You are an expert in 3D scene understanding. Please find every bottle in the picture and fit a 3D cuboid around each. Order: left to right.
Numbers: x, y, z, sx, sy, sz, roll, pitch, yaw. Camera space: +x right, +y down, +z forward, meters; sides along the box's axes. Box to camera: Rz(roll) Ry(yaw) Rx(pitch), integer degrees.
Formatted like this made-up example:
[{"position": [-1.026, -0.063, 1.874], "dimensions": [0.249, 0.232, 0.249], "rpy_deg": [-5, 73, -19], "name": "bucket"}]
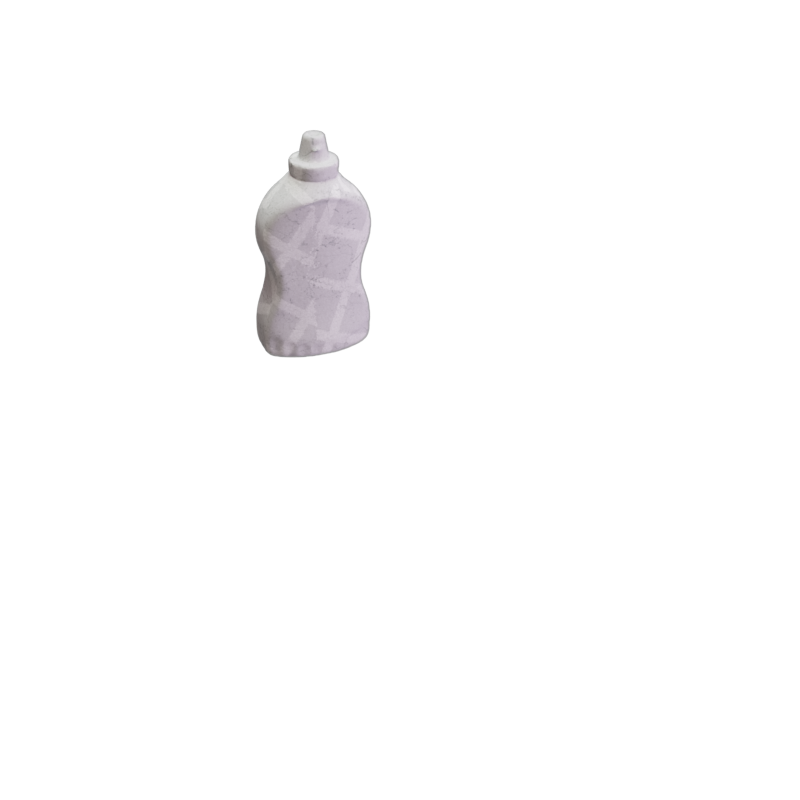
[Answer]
[{"position": [-0.072, -0.131, 0.921], "dimensions": [0.094, 0.181, 0.063], "rpy_deg": [-8, 29, -17], "name": "bottle"}]
